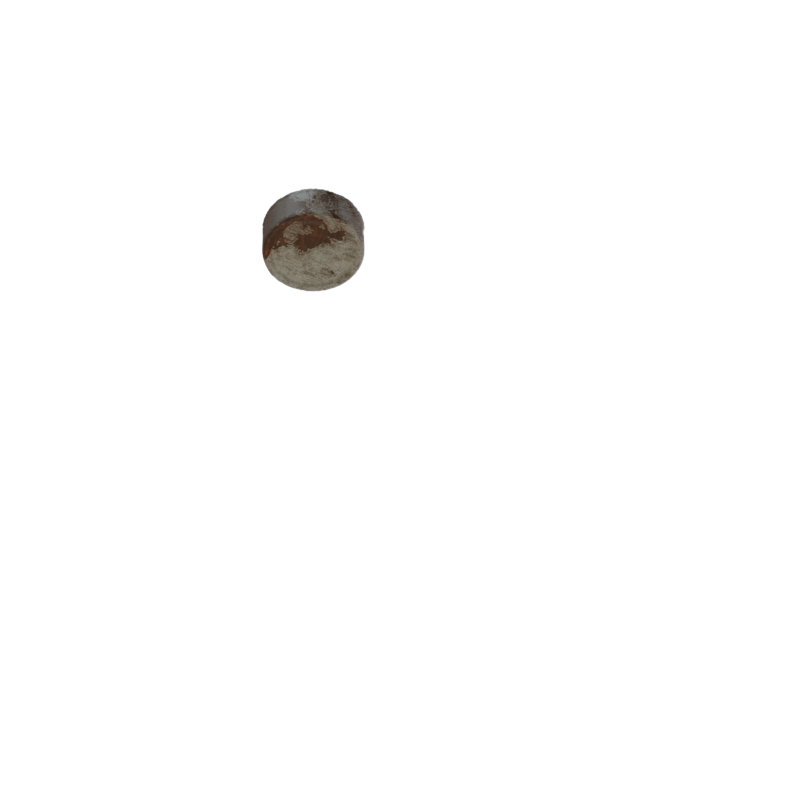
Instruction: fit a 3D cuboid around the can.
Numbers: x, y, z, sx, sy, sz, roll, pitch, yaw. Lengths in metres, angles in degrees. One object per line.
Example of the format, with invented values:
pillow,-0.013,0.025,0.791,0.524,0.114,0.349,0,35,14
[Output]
can,-0.072,-0.131,0.919,0.086,0.080,0.036,1,43,-1
